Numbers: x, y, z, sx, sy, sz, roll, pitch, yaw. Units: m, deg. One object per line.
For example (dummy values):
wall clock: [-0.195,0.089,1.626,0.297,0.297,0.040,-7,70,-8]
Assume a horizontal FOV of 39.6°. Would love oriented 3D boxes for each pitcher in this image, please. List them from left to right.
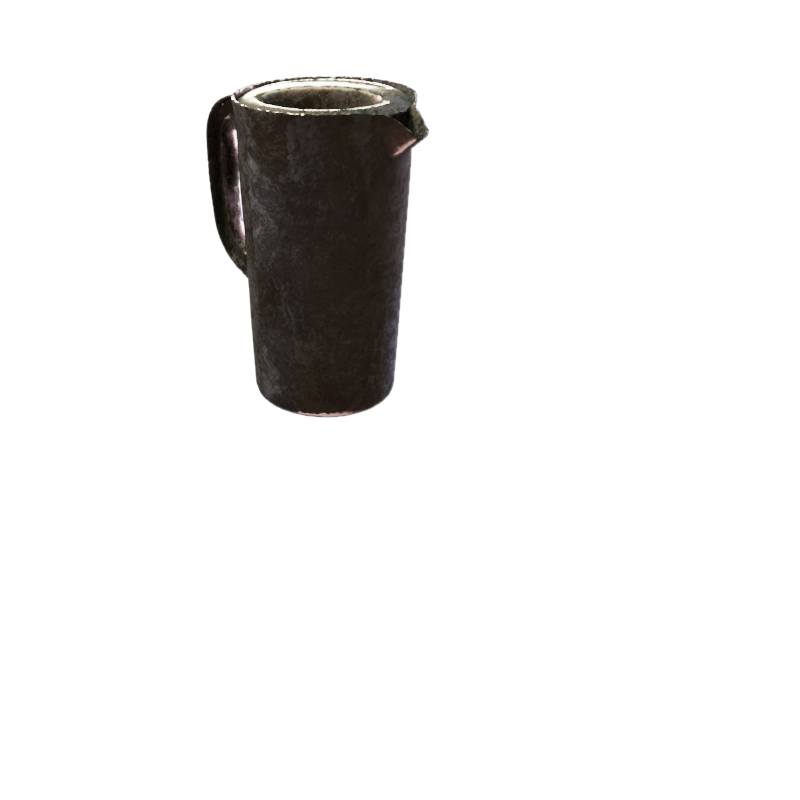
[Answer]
pitcher: [-0.065,-0.119,0.834,0.143,0.232,0.158,-4,23,-12]
